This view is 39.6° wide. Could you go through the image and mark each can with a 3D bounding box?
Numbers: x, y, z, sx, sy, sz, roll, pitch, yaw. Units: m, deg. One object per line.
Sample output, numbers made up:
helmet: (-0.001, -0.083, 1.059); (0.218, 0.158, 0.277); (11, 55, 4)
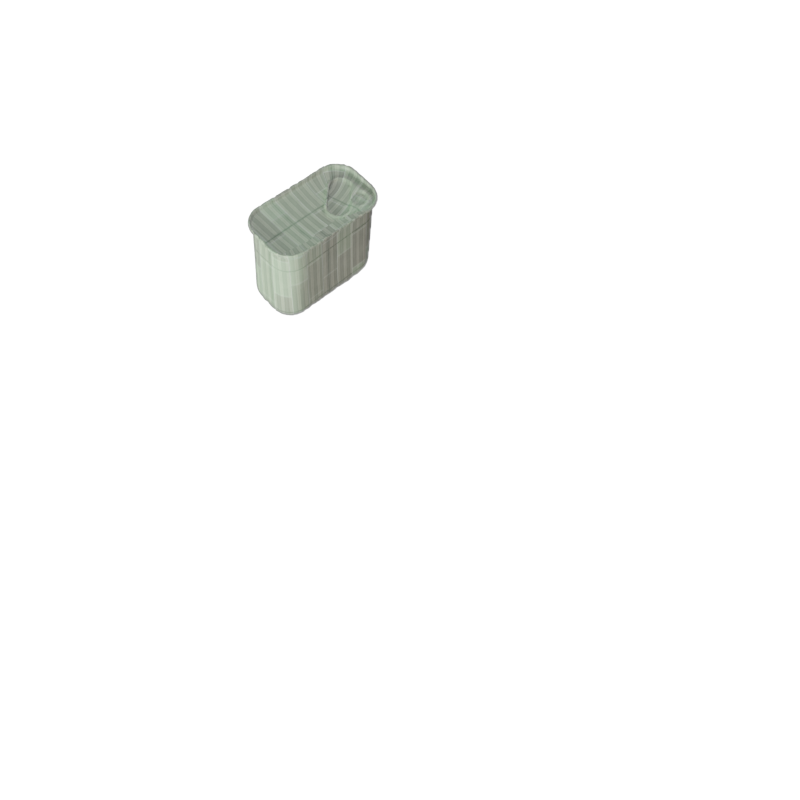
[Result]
can: (-0.069, -0.126, 0.881); (0.102, 0.061, 0.078); (-36, -25, -23)
